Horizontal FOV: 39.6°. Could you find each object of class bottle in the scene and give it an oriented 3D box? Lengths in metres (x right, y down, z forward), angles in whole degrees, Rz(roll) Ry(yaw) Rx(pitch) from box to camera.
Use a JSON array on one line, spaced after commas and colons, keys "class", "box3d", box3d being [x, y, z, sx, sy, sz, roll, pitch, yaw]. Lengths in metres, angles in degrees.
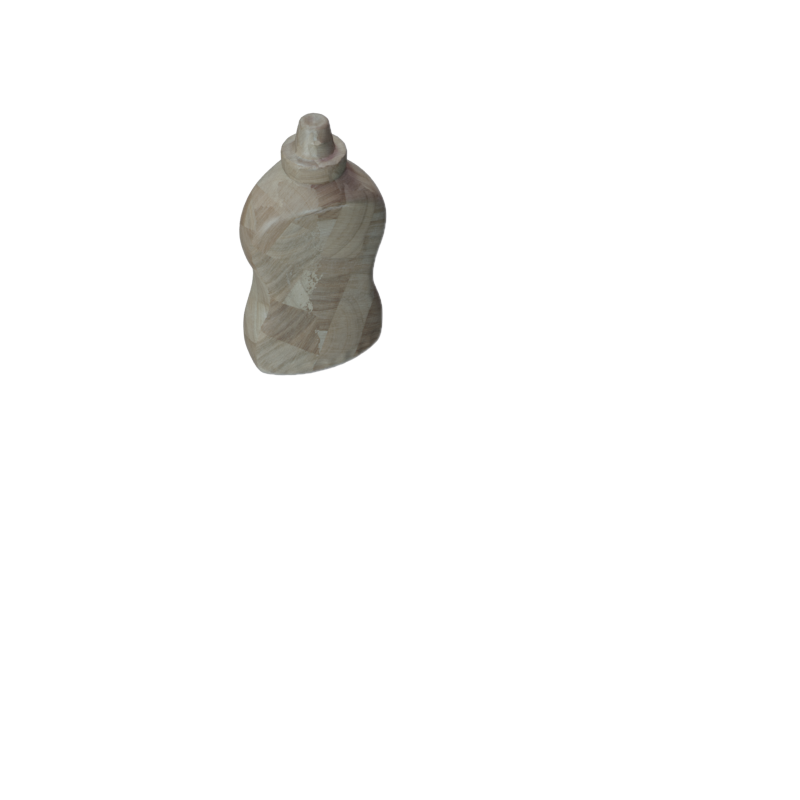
[{"class": "bottle", "box3d": [-0.057, -0.103, 0.726, 0.095, 0.179, 0.063, -13, 46, -17]}]
